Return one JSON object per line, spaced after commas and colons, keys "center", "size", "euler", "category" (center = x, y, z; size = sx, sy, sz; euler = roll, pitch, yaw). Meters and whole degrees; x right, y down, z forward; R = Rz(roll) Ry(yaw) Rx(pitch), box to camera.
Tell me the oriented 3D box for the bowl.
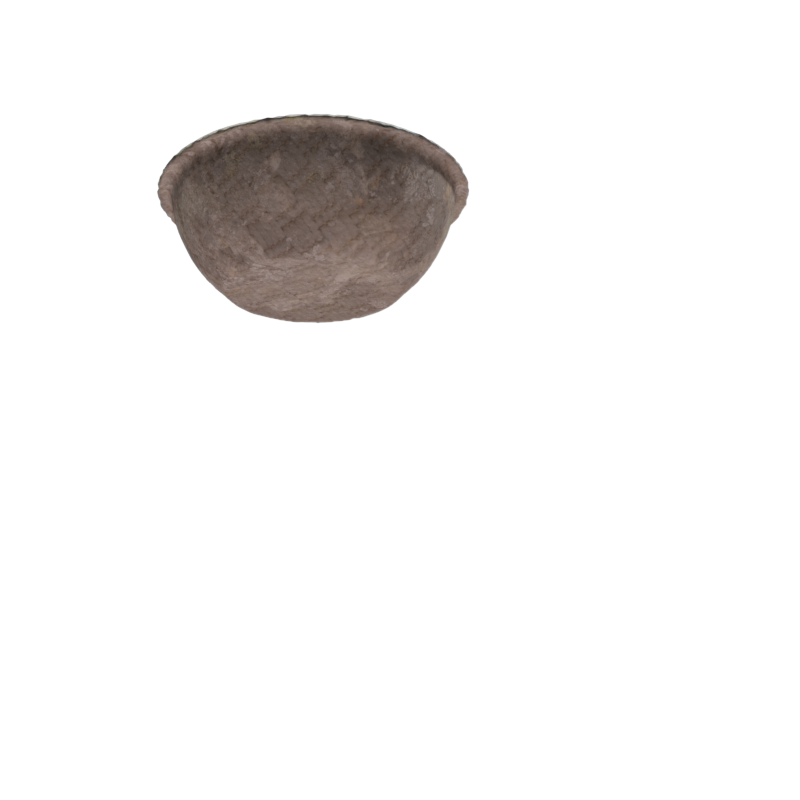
{"center": [-0.044, -0.081, 0.568], "size": [0.162, 0.058, 0.154], "euler": [0, -19, -2], "category": "bowl"}
